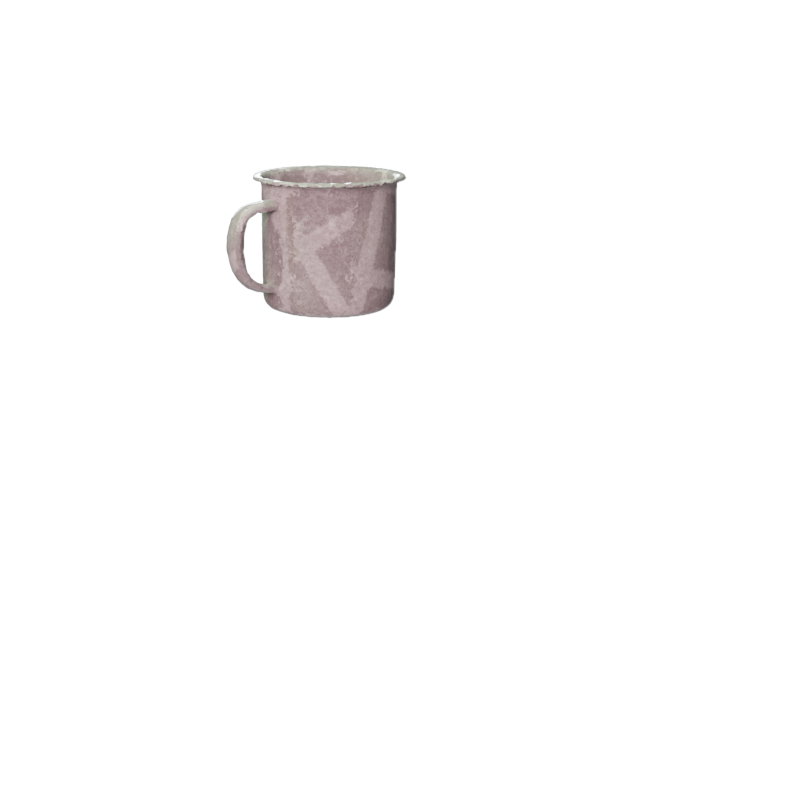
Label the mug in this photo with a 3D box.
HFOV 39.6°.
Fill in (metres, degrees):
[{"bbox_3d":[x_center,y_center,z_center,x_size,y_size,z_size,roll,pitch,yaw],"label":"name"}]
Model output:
[{"bbox_3d":[-0.053,-0.096,0.674,0.114,0.079,0.099,-12,20,-38],"label":"mug"}]
